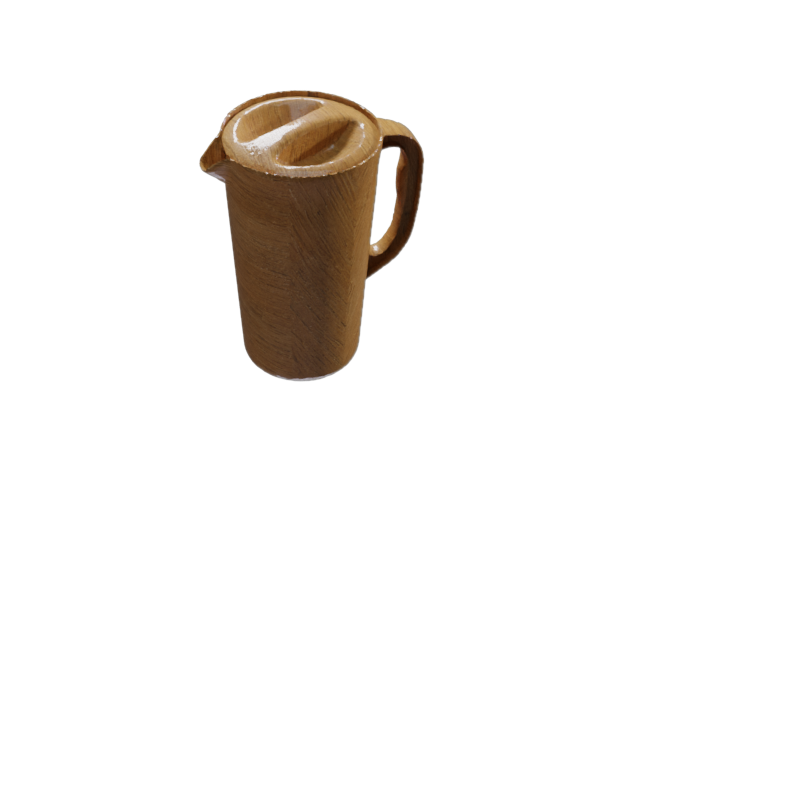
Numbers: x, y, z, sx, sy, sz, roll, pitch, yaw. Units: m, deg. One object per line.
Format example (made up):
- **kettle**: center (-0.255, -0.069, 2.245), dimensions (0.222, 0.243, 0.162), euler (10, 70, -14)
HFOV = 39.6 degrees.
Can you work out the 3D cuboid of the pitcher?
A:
- **pitcher**: center (-0.076, -0.138, 0.965), dimensions (0.155, 0.227, 0.150), euler (19, 44, 18)
